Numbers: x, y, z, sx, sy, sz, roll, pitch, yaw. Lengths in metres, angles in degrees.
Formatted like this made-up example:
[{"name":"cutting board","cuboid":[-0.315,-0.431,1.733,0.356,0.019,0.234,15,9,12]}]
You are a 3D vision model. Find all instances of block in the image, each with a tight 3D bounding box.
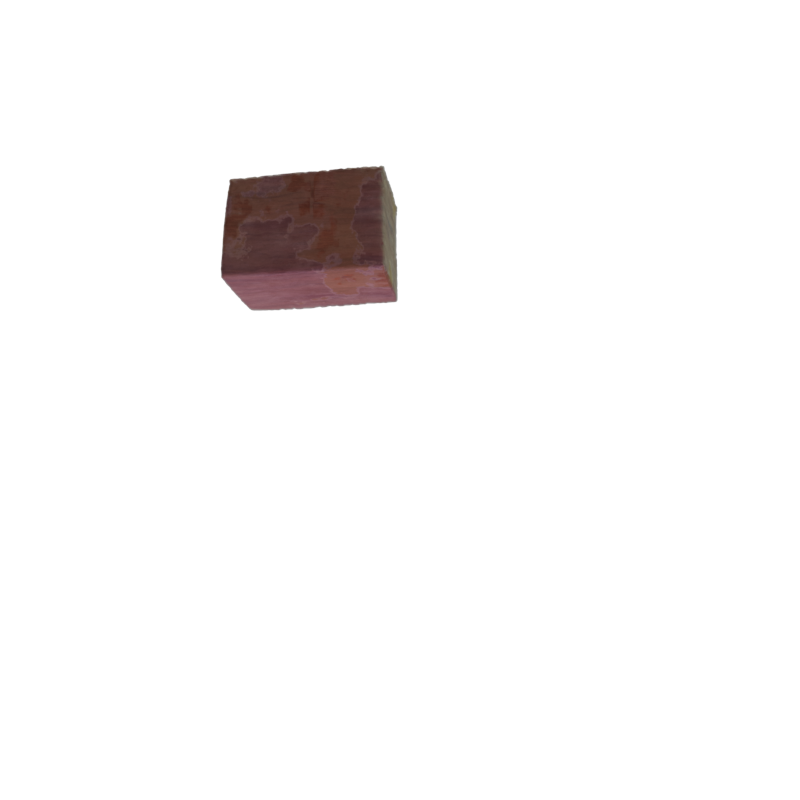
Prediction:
[{"name":"block","cuboid":[-0.042,-0.077,0.538,0.079,0.054,0.050,-3,-19,9]}]
